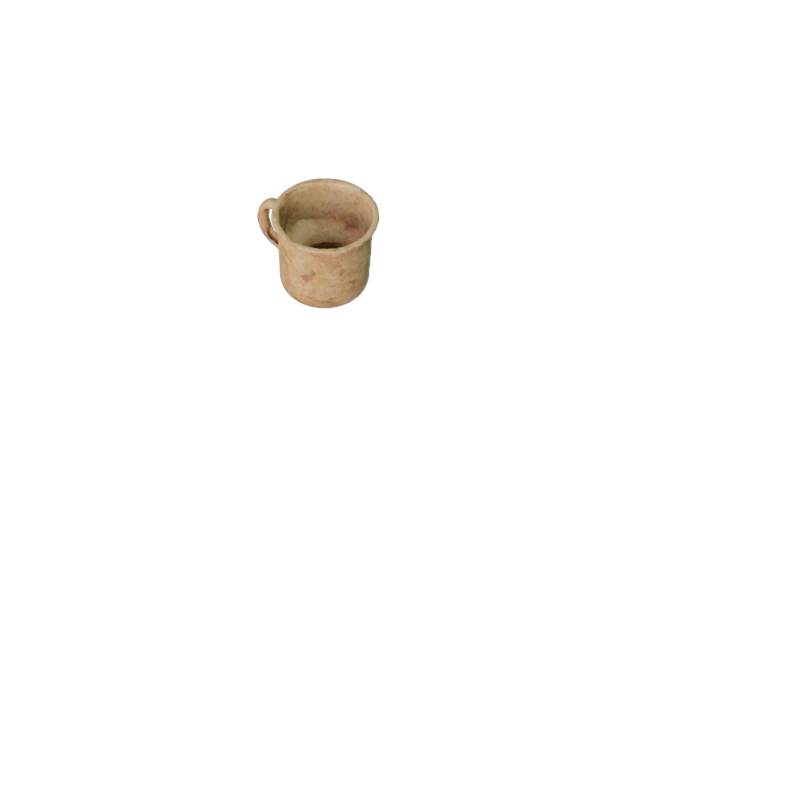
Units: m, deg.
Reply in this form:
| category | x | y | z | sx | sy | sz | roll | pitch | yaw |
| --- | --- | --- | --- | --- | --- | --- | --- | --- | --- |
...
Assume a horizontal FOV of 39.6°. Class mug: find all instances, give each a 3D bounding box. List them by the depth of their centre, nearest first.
| category | x | y | z | sx | sy | sz | roll | pitch | yaw |
| --- | --- | --- | --- | --- | --- | --- | --- | --- | --- |
| mug | -0.077 | -0.141 | 0.984 | 0.122 | 0.076 | 0.096 | 24 | 53 | 18 |
